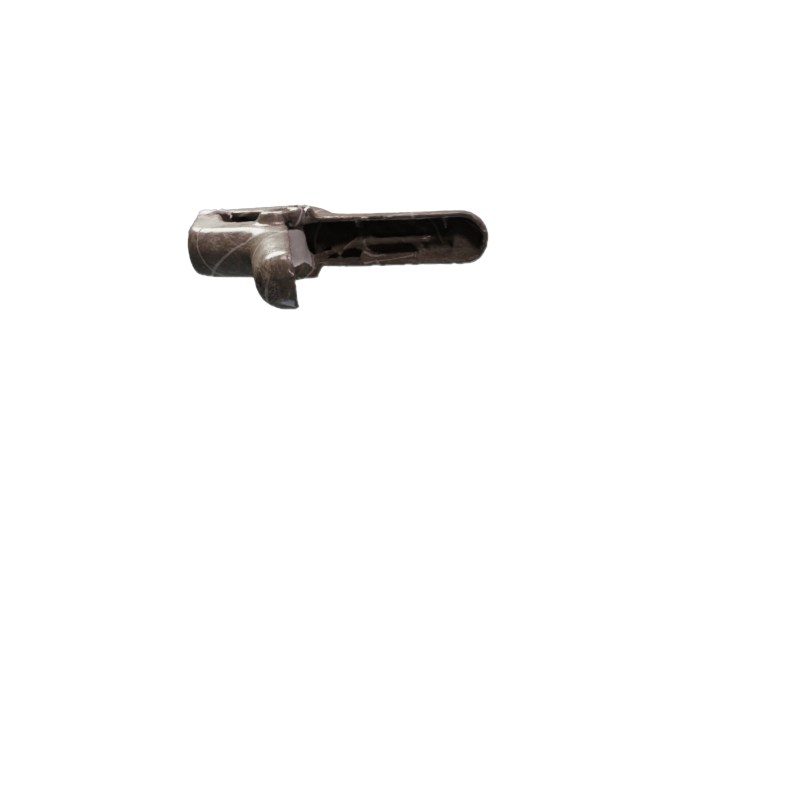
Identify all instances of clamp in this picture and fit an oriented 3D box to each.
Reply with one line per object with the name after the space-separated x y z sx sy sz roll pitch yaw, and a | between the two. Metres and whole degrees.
-0.043 -0.078 0.547 0.117 0.038 0.181 -9 19 -27 | clamp
